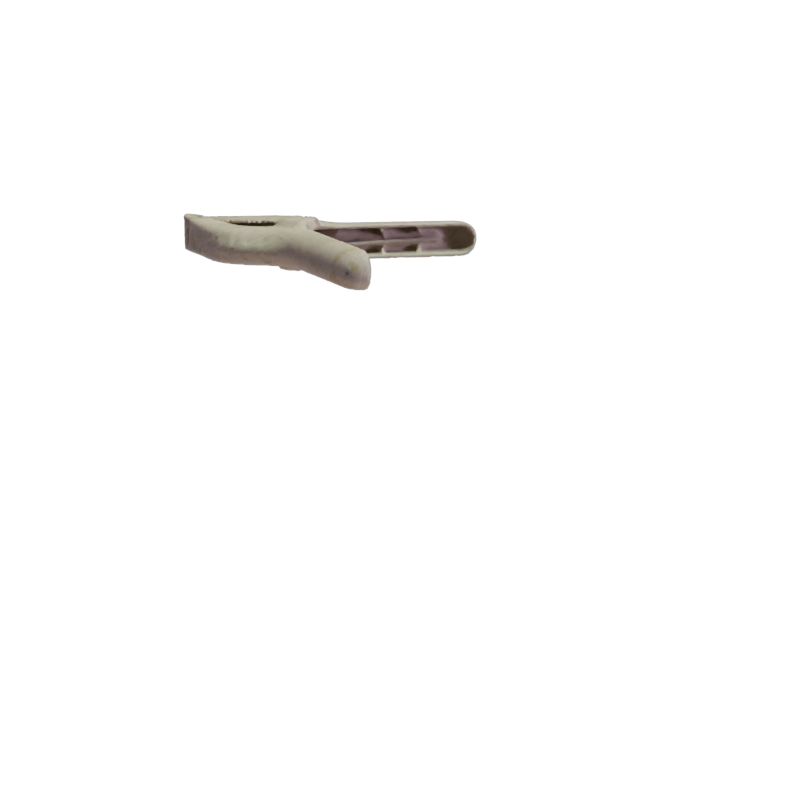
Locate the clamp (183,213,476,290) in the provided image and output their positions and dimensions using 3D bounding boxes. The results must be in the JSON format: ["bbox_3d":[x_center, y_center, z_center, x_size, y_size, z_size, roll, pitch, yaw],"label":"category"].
[{"bbox_3d":[-0.062,-0.112,0.786,0.220,0.035,0.161,12,19,36],"label":"clamp"}]
